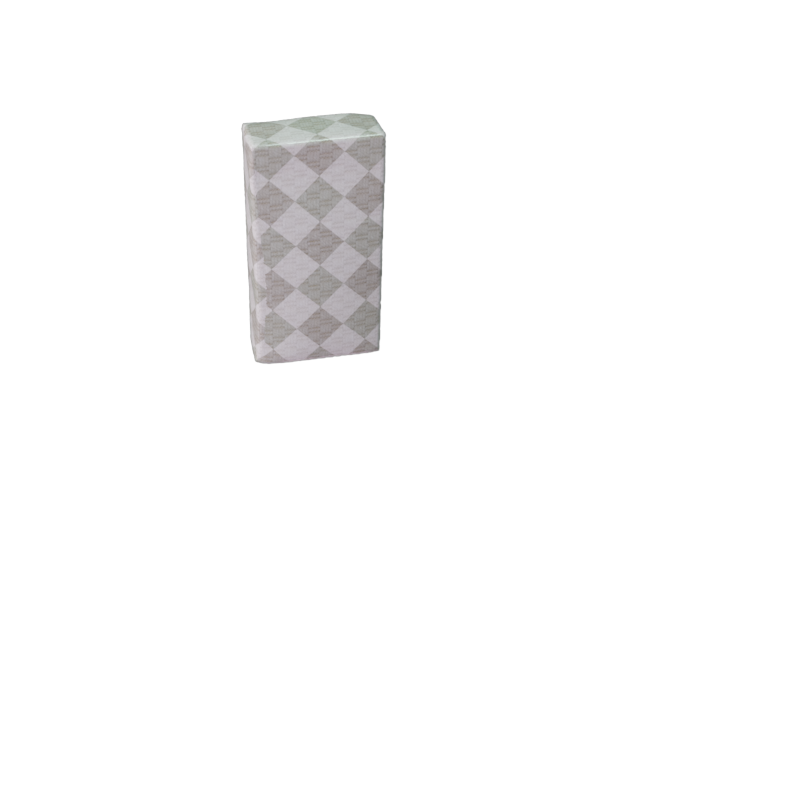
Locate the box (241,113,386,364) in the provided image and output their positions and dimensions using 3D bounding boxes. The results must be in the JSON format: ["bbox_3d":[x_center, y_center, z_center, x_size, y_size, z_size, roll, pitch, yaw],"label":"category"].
[{"bbox_3d":[-0.060,-0.111,0.773,0.092,0.166,0.052,-6,31,-12],"label":"box"}]
